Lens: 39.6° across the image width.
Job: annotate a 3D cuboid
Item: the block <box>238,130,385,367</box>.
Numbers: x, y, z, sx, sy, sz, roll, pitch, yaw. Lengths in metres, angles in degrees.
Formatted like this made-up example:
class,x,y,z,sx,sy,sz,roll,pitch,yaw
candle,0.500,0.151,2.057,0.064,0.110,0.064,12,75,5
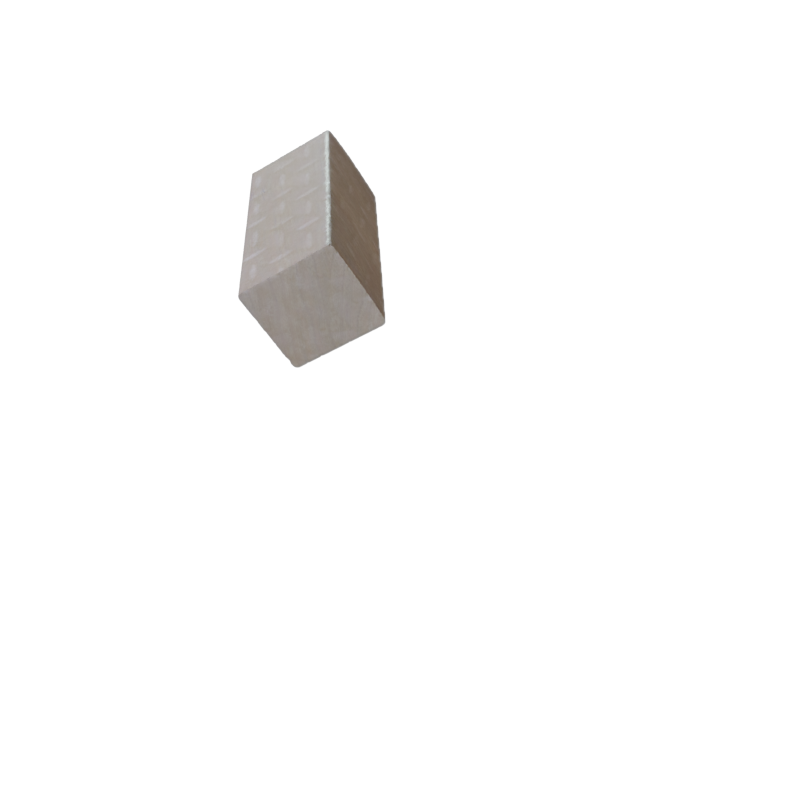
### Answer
class,x,y,z,sx,sy,sz,roll,pitch,yaw
block,-0.075,-0.138,0.970,0.091,0.084,0.220,-27,33,15
